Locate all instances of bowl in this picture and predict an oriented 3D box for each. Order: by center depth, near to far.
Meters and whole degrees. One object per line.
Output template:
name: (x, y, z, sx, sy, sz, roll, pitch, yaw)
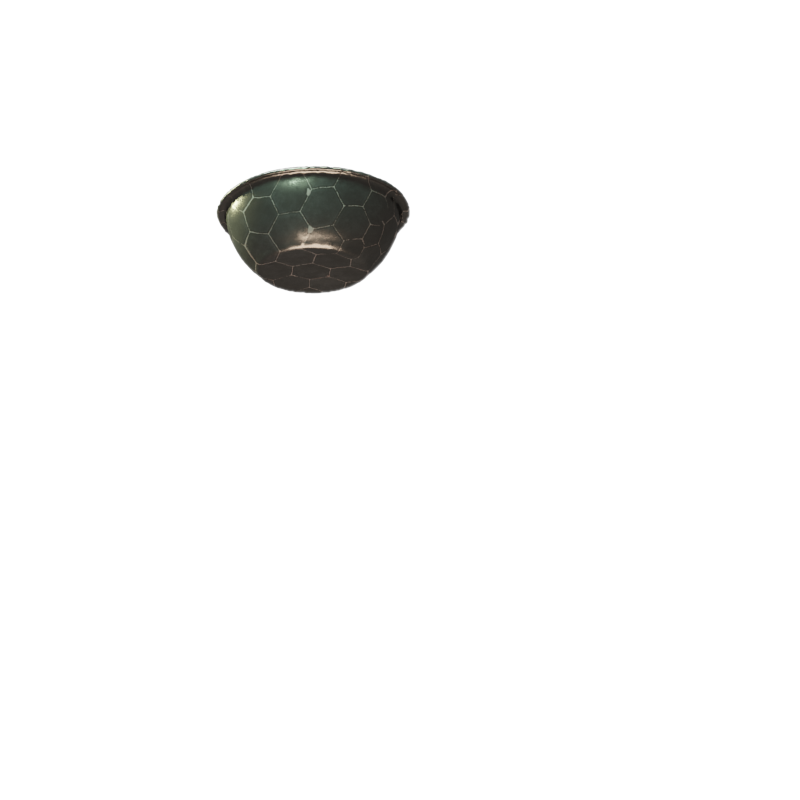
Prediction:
bowl: (-0.072, -0.132, 0.921, 0.162, 0.058, 0.154, 1, -20, -2)
